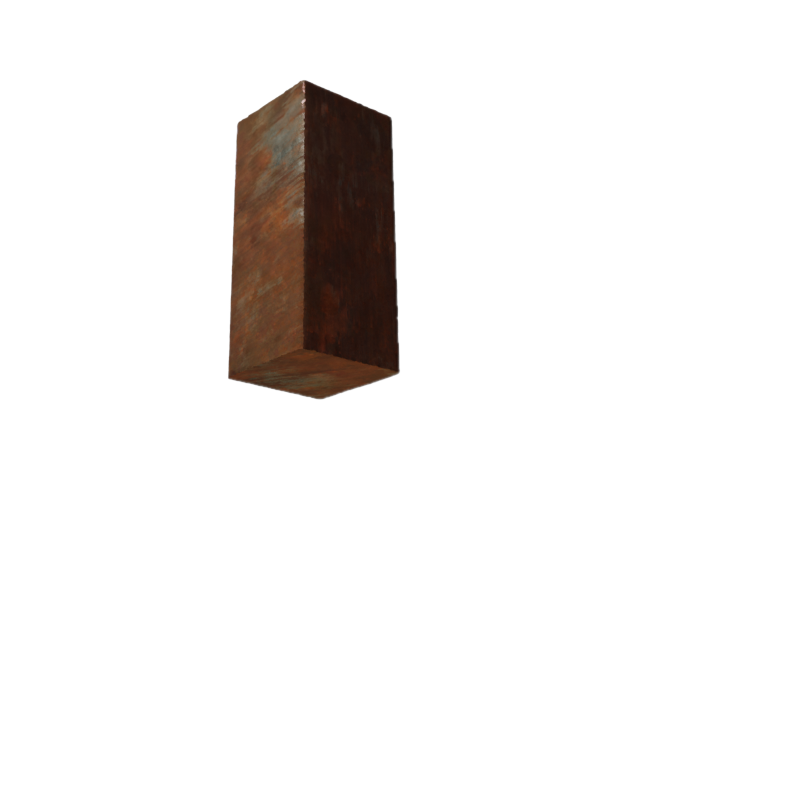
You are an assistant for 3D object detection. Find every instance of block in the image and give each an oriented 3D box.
[{"bbox_3d":[-0.064,-0.117,0.819,0.086,0.217,0.091,17,-28,-38],"label":"block"}]
